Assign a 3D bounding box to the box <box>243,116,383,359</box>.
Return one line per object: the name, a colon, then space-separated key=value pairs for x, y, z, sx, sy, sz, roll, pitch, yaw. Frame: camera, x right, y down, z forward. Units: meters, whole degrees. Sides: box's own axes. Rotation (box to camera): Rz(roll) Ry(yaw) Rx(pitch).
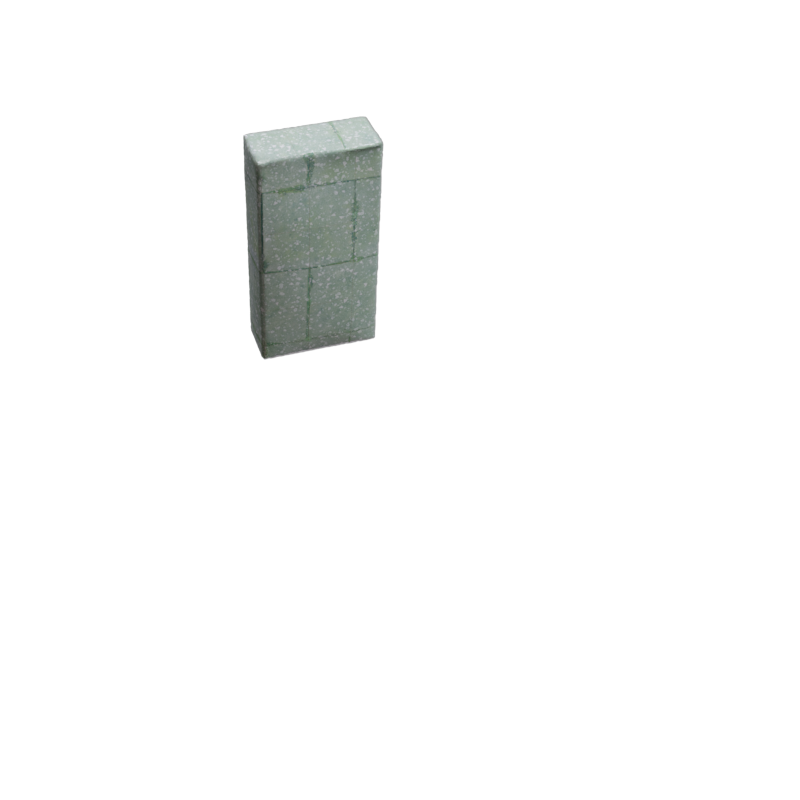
box: x=-0.063 y=-0.115 z=0.808 sx=0.092 sy=0.164 sz=0.052 roll=-11 pitch=43 yaw=-15
